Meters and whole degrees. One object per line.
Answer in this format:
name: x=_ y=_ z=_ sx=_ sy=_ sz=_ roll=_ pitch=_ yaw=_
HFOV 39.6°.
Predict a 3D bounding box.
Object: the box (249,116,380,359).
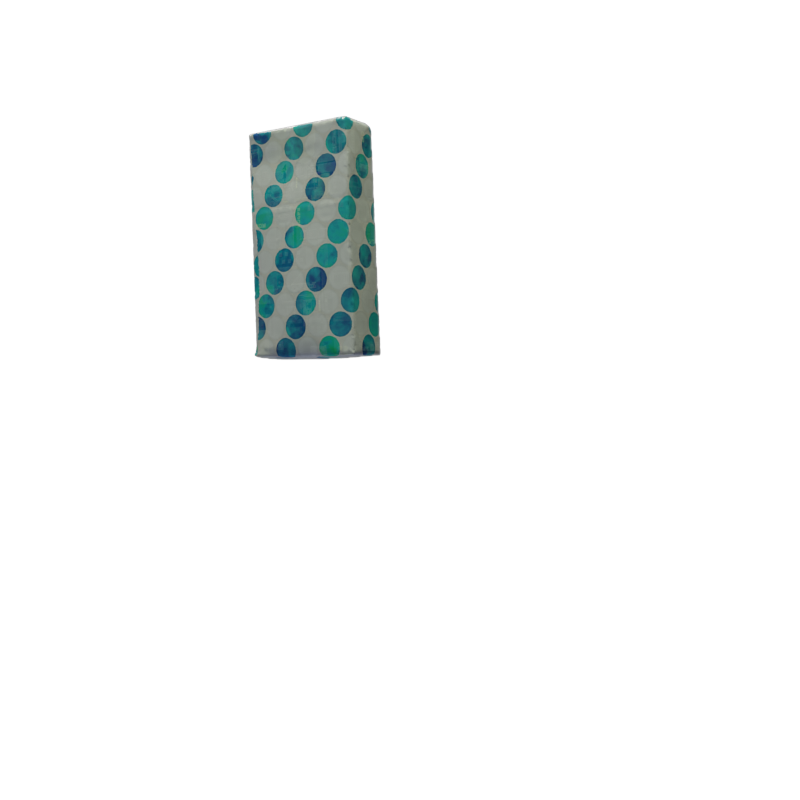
box: x=-0.066 y=-0.120 z=0.842 sx=0.096 sy=0.180 sz=0.046 roll=-5 pitch=-9 yaw=32
